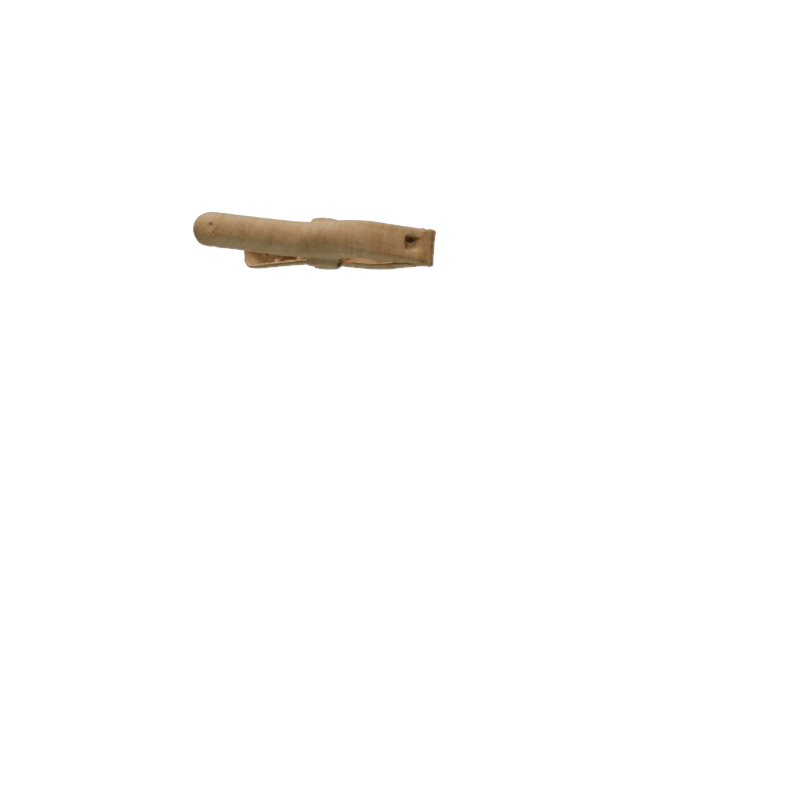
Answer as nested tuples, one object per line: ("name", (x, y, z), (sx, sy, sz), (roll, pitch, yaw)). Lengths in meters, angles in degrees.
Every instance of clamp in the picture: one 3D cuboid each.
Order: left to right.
("clamp", (-0.064, -0.116, 0.814), (0.176, 0.039, 0.116), (1, 2, 24))
